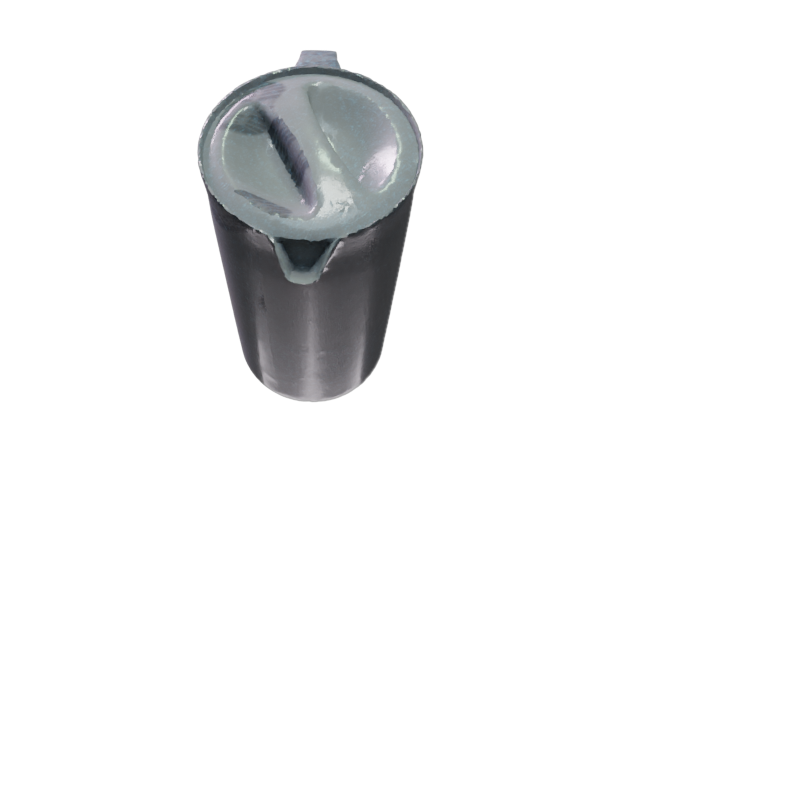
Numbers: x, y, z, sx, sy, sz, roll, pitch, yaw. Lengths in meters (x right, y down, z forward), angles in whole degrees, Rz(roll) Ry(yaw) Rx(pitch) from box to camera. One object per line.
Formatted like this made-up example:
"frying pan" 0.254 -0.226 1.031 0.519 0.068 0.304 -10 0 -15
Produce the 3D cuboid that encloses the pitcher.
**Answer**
"pitcher" -0.059 -0.108 0.753 0.151 0.153 0.228 -40 -20 -22
